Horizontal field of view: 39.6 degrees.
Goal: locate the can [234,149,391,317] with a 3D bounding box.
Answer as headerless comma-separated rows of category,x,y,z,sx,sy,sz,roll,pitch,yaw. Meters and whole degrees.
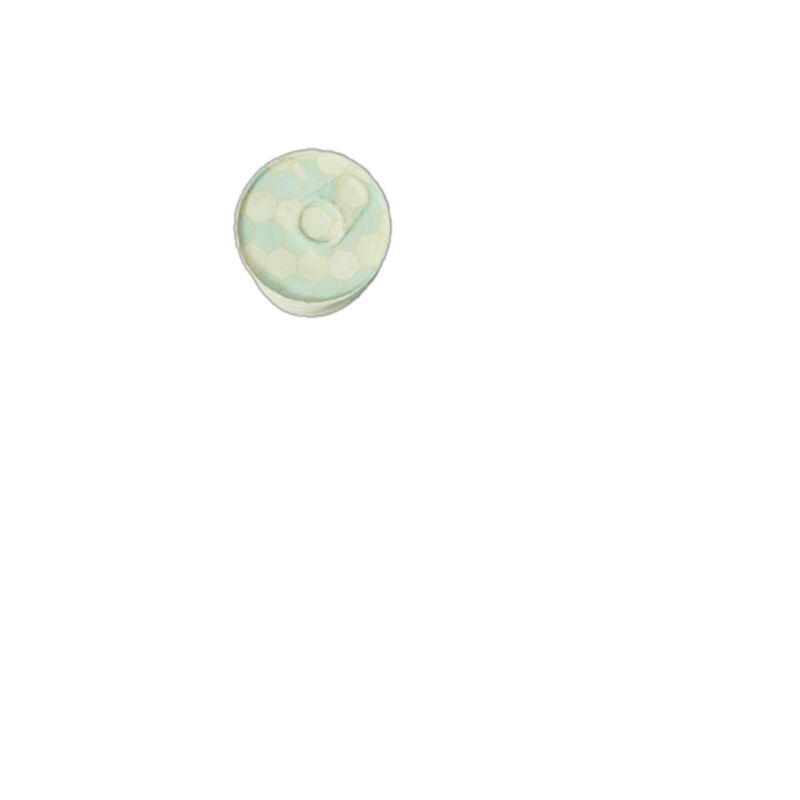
can,-0.041,-0.075,0.528,0.068,0.069,0.101,0,-2,-3
